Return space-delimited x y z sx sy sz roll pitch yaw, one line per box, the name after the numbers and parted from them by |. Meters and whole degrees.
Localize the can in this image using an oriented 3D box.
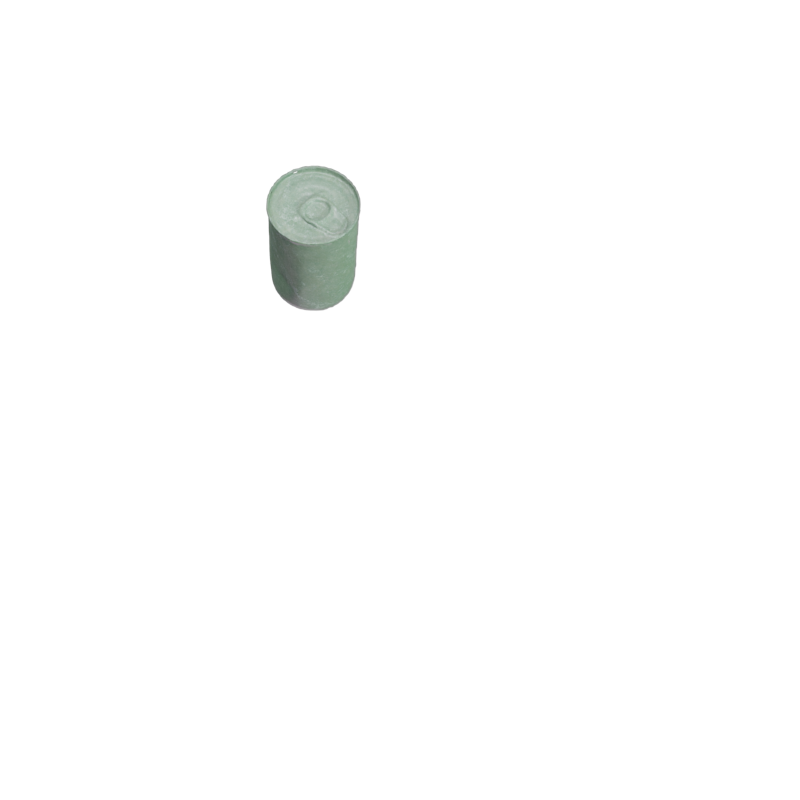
-0.065 -0.119 0.835 0.068 0.073 0.096 0 -28 -3 | can
